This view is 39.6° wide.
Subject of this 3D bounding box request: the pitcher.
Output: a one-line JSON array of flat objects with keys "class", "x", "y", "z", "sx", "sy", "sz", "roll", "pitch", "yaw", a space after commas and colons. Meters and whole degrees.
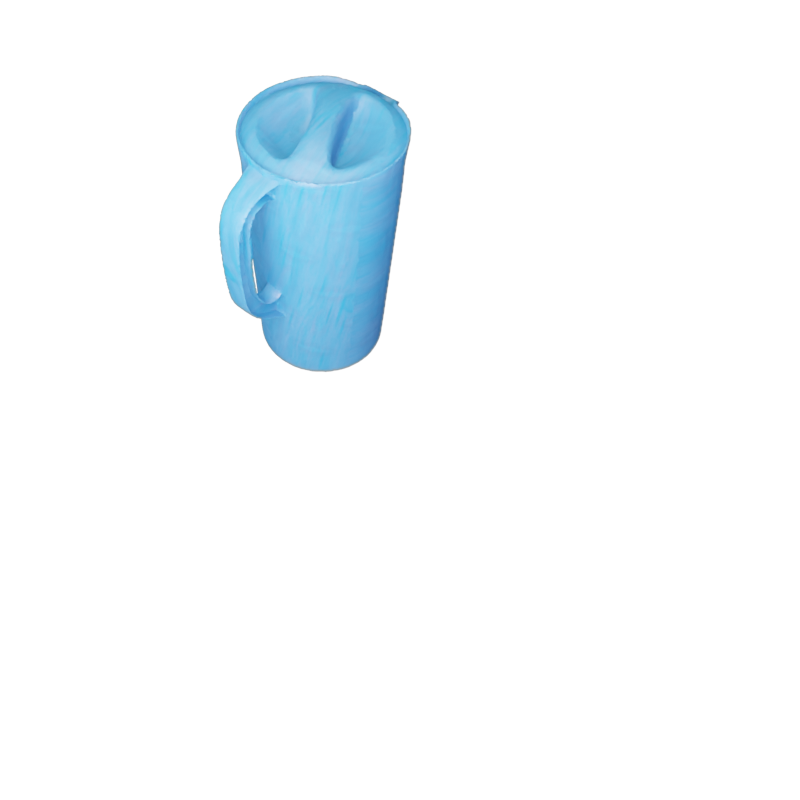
[{"class": "pitcher", "x": -0.072, "y": -0.131, "z": 0.915, "sx": 0.148, "sy": 0.156, "sz": 0.226, "roll": -3, "pitch": -42, "yaw": -6}]
